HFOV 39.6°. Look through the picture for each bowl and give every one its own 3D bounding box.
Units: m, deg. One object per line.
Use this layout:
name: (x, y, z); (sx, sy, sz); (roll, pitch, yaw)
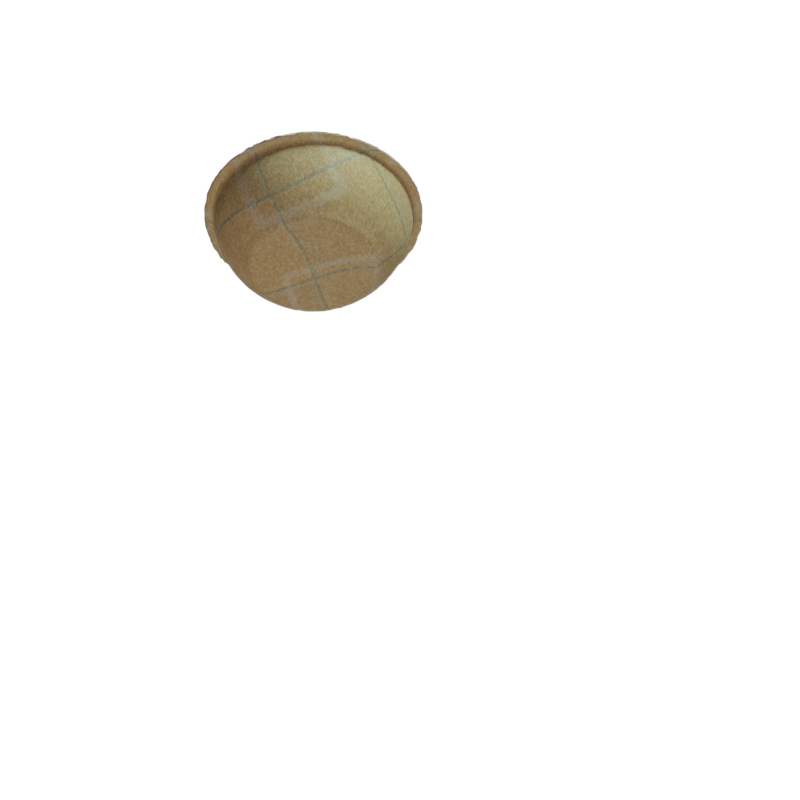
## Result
bowl: (-0.063, -0.114, 0.802); (0.162, 0.059, 0.151); (1, -43, -1)
